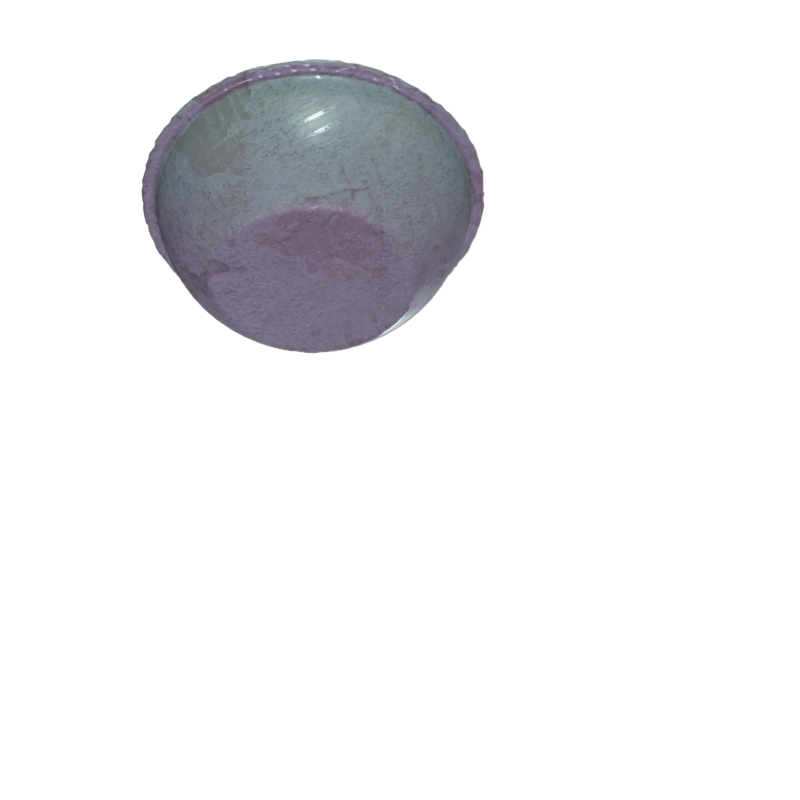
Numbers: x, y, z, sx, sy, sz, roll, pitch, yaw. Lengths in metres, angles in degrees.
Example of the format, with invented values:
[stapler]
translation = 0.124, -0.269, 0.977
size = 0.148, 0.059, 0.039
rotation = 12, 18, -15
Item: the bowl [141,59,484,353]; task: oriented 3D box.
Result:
[bowl]
translation = -0.040, -0.072, 0.505
size = 0.162, 0.059, 0.151
rotation = 1, -44, -1
